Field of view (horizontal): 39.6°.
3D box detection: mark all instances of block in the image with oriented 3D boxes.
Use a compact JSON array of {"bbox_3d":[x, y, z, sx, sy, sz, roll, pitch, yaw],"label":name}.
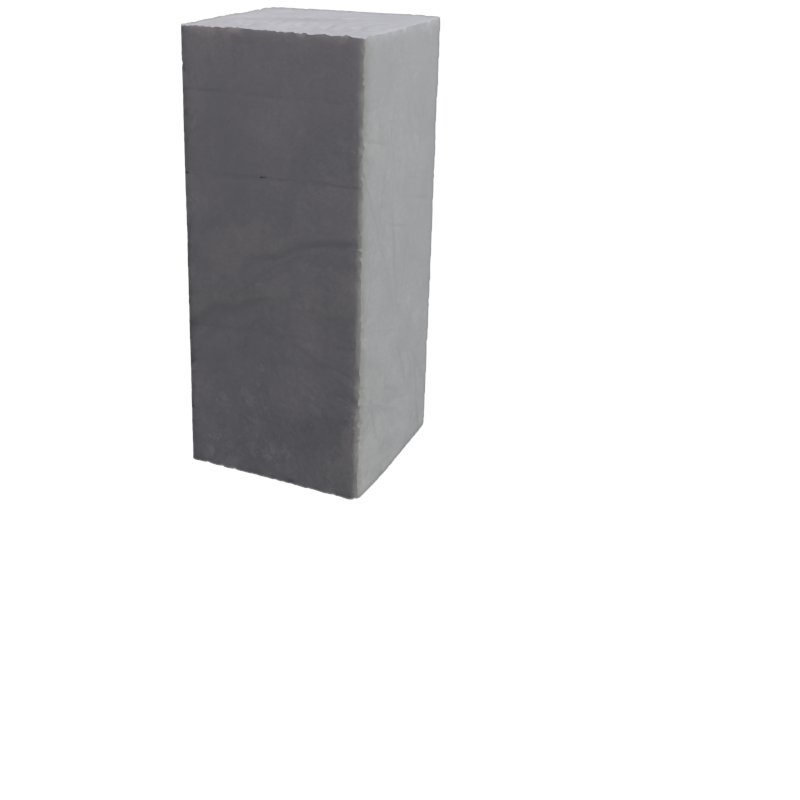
[{"bbox_3d":[-0.040,-0.074,0.520,0.094,0.198,0.091,9,21,22],"label":"block"}]
